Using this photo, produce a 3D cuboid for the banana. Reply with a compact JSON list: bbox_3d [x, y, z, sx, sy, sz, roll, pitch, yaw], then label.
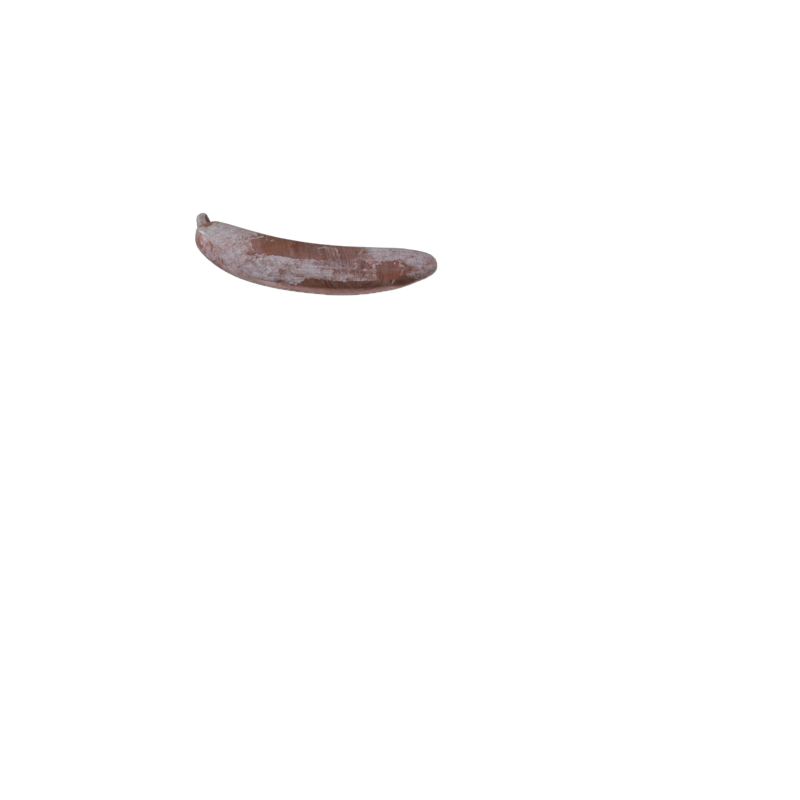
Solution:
[{"bbox_3d":[-0.075,-0.108,0.827,0.203,0.034,0.073,14,44,15],"label":"banana"}]
